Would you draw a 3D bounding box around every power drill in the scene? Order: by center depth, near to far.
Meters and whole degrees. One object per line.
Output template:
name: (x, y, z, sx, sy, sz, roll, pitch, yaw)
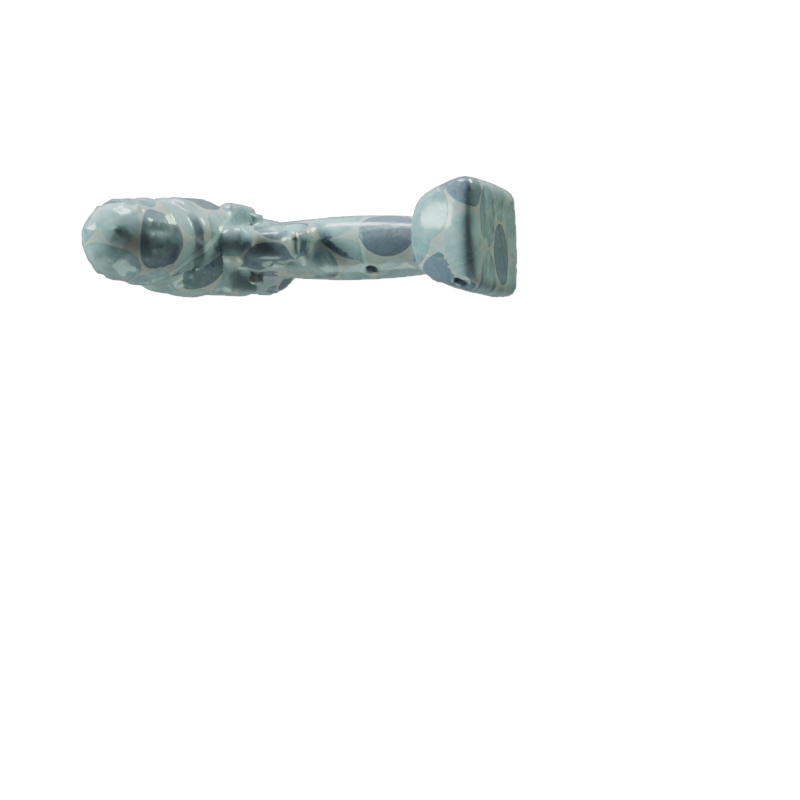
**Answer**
power drill: (-0.044, -0.081, 0.567, 0.193, 0.057, 0.180, 2, 5, 22)
